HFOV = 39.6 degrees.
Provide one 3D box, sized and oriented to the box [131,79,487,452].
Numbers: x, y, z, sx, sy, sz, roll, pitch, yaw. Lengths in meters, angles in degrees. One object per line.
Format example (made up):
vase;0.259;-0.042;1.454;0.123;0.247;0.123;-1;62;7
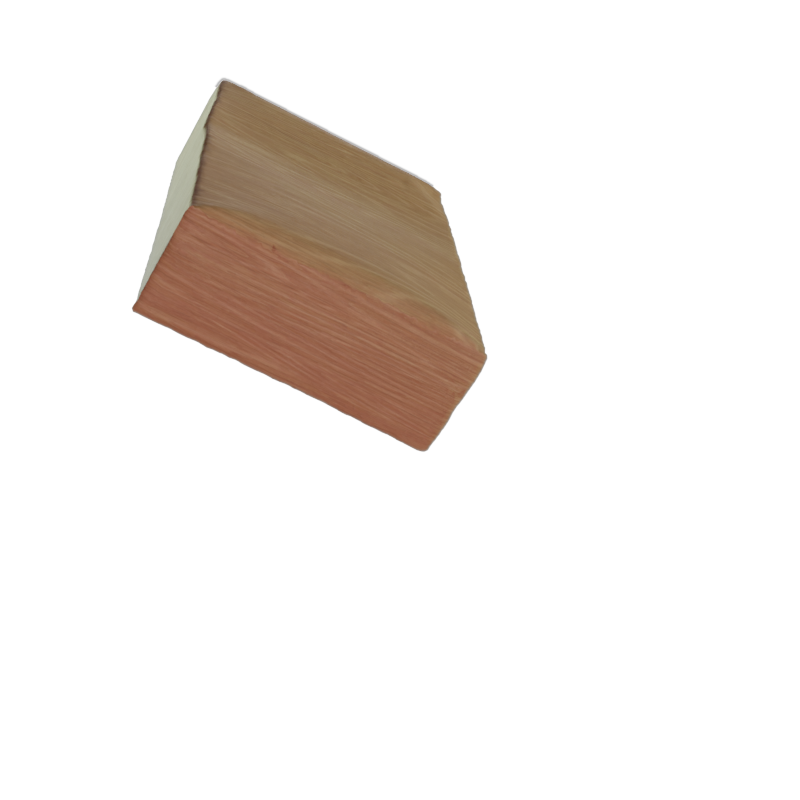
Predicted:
box;-0.048;-0.088;0.613;0.159;0.070;0.227;25;26;-16
